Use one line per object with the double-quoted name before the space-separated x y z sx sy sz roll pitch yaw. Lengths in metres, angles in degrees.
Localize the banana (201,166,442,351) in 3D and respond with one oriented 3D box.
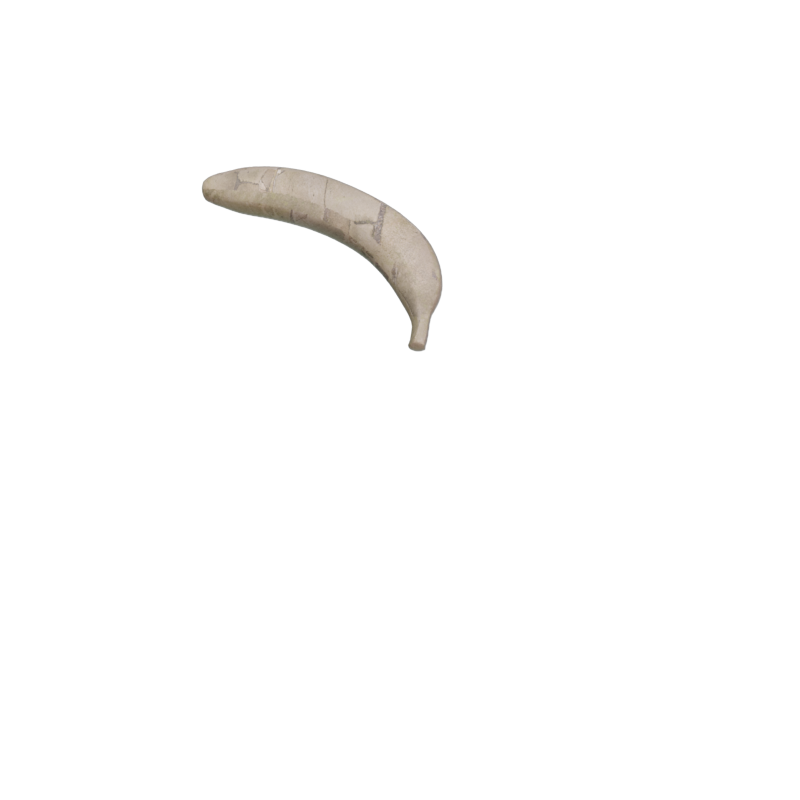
"banana" -0.042 -0.113 0.731 0.209 0.034 0.070 36 59 25
